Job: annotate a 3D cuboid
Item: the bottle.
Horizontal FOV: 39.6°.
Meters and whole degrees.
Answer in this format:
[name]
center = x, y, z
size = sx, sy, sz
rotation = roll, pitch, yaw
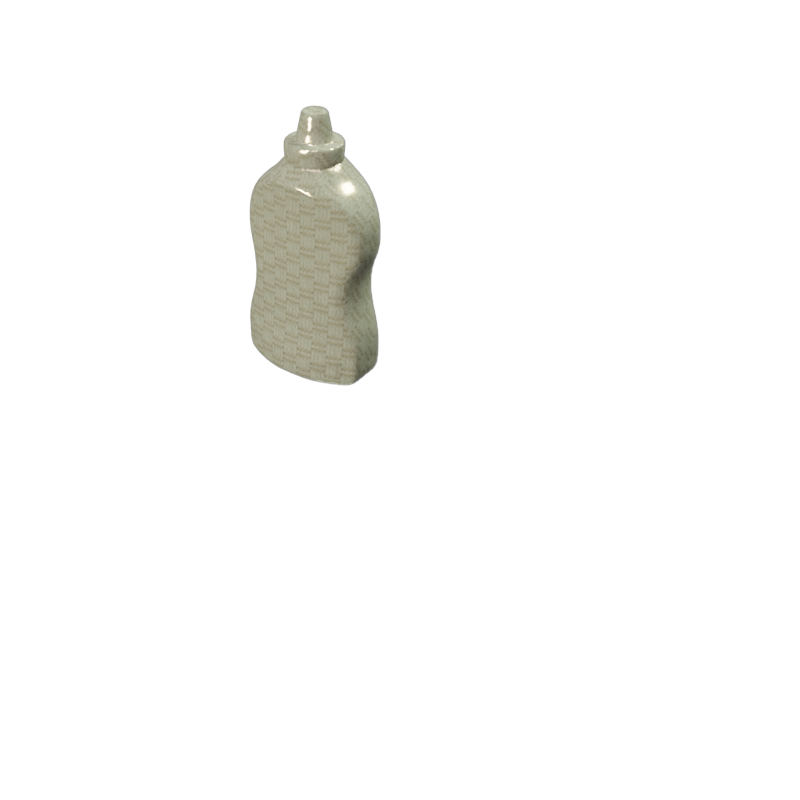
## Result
[bottle]
center = -0.059, -0.109, 0.762
size = 0.101, 0.181, 0.058
rotation = 22, 35, 31
